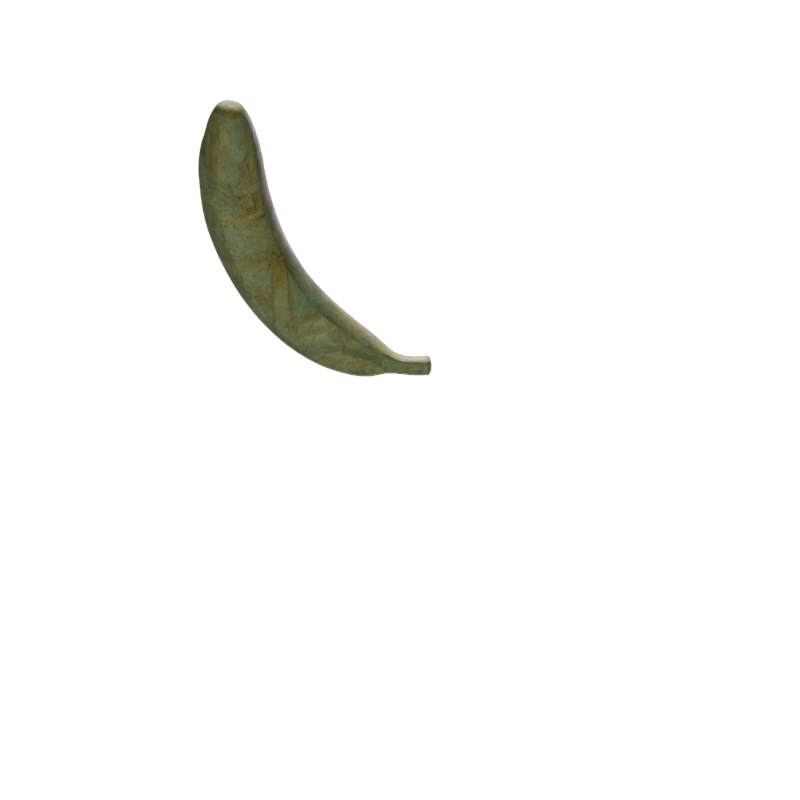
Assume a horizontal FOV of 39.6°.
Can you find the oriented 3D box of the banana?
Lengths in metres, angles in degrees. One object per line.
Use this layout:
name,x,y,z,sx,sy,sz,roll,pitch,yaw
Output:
banana,-0.060,-0.075,0.603,0.069,0.185,0.039,-29,30,18
